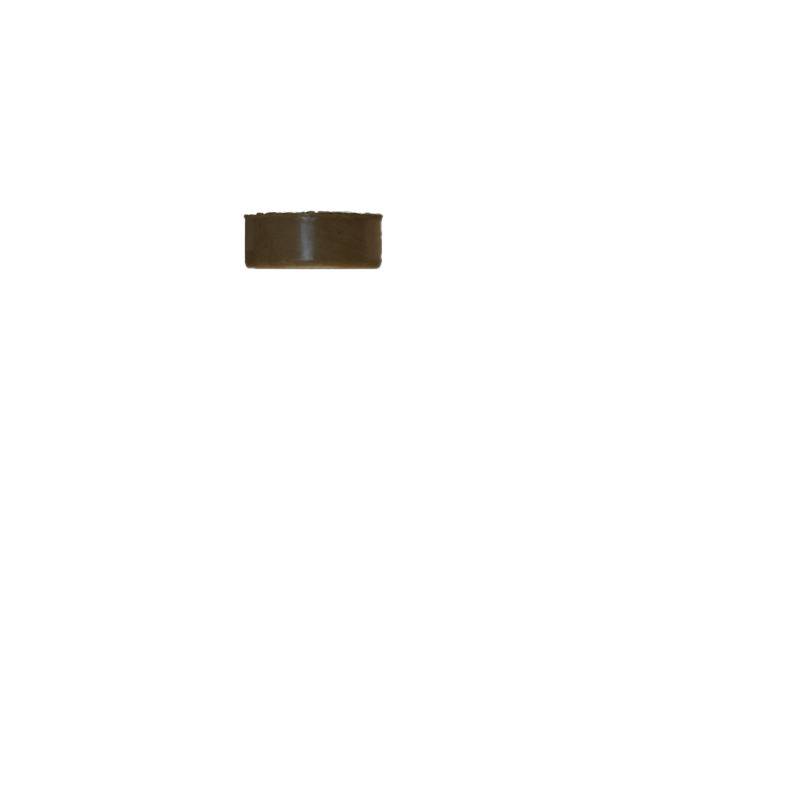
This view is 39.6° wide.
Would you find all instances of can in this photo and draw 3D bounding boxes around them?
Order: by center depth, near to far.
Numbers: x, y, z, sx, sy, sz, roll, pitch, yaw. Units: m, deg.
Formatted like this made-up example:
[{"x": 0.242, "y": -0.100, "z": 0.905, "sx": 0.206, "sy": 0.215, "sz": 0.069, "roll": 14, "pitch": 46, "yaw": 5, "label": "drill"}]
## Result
[{"x": -0.053, "y": -0.097, "z": 0.682, "sx": 0.086, "sy": 0.033, "sz": 0.086, "roll": 0, "pitch": 5, "yaw": -2, "label": "can"}]
